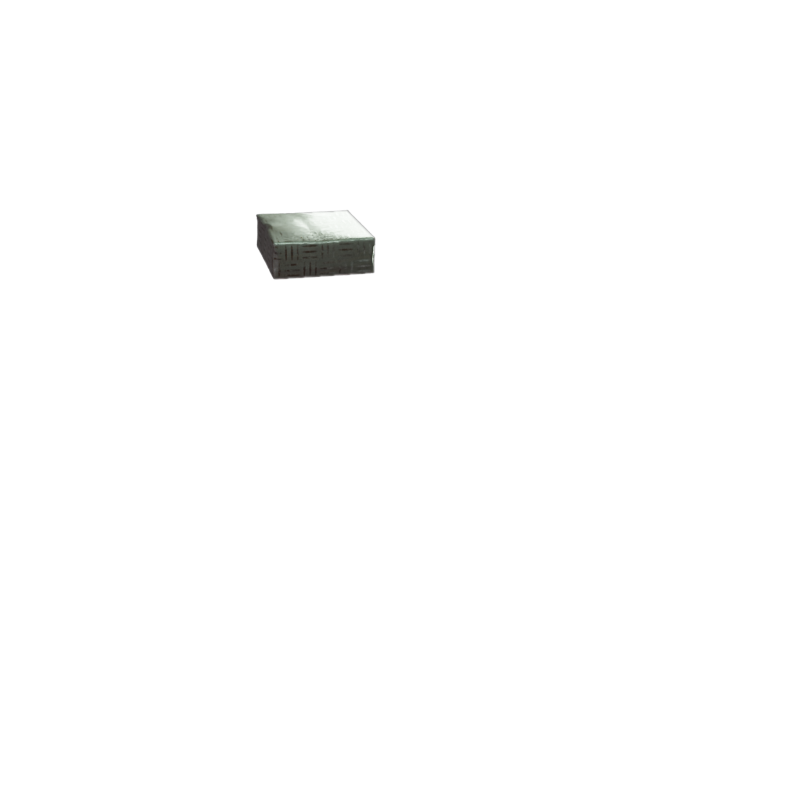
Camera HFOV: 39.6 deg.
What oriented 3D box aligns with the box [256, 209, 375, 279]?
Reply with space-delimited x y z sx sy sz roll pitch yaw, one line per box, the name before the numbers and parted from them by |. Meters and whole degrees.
box | -0.063 -0.115 0.807 0.072 0.029 0.094 -5 22 -12
